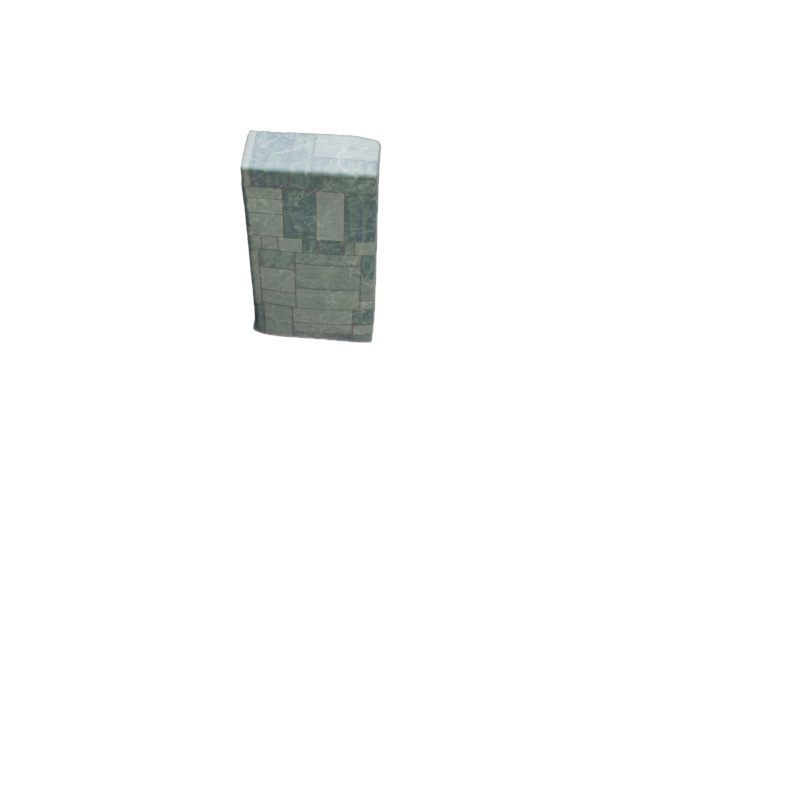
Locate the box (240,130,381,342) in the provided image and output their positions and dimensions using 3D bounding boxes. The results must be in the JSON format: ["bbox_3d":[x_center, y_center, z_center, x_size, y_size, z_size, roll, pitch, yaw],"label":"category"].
[{"bbox_3d":[-0.062,-0.114,0.798,0.094,0.051,0.164,6,-42,2],"label":"box"}]
